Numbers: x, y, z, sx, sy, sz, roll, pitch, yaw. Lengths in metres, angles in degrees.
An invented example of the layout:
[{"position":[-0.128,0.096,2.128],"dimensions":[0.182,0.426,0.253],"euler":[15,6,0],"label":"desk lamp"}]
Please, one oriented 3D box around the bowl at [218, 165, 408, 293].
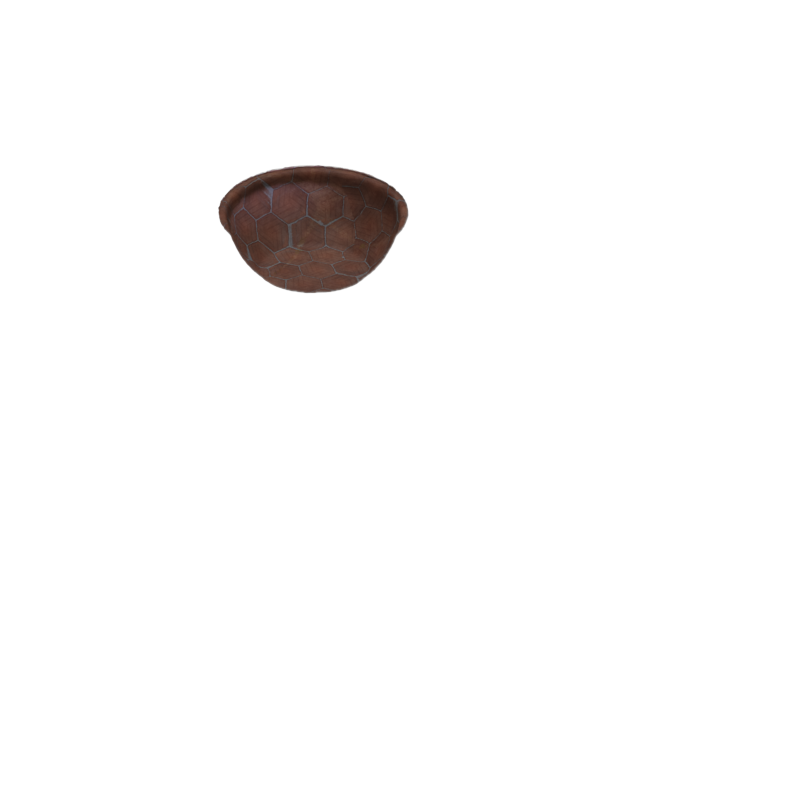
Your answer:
[{"position":[-0.073,-0.133,0.933],"dimensions":[0.162,0.058,0.154],"euler":[1,-21,-2],"label":"bowl"}]
